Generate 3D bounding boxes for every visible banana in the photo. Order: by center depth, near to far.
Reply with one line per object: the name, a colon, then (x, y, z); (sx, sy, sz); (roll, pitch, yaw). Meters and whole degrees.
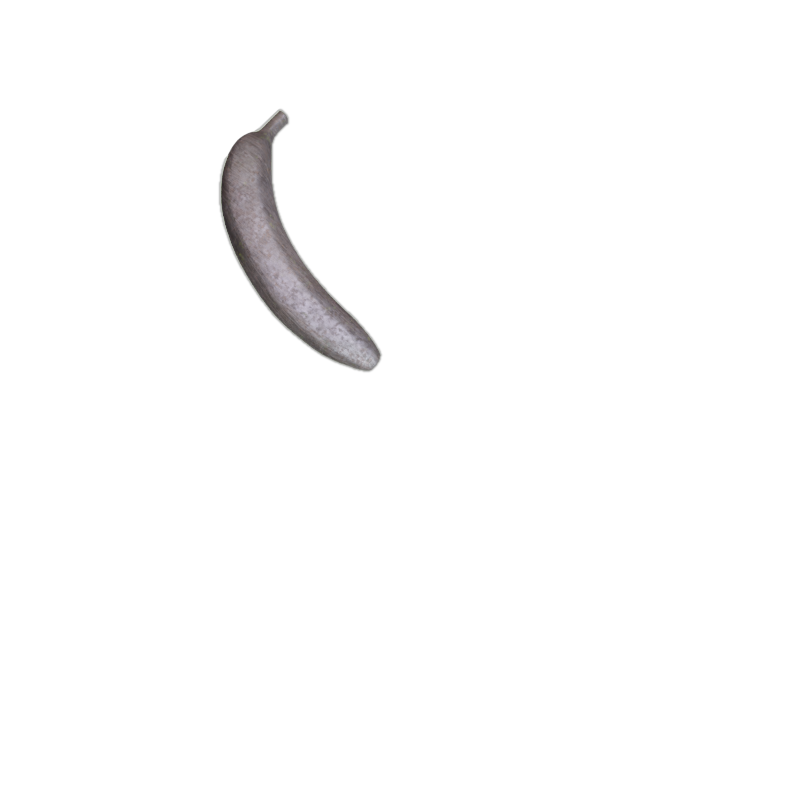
banana: (-0.078, -0.105, 0.752); (0.069, 0.206, 0.035); (-19, -14, -6)
